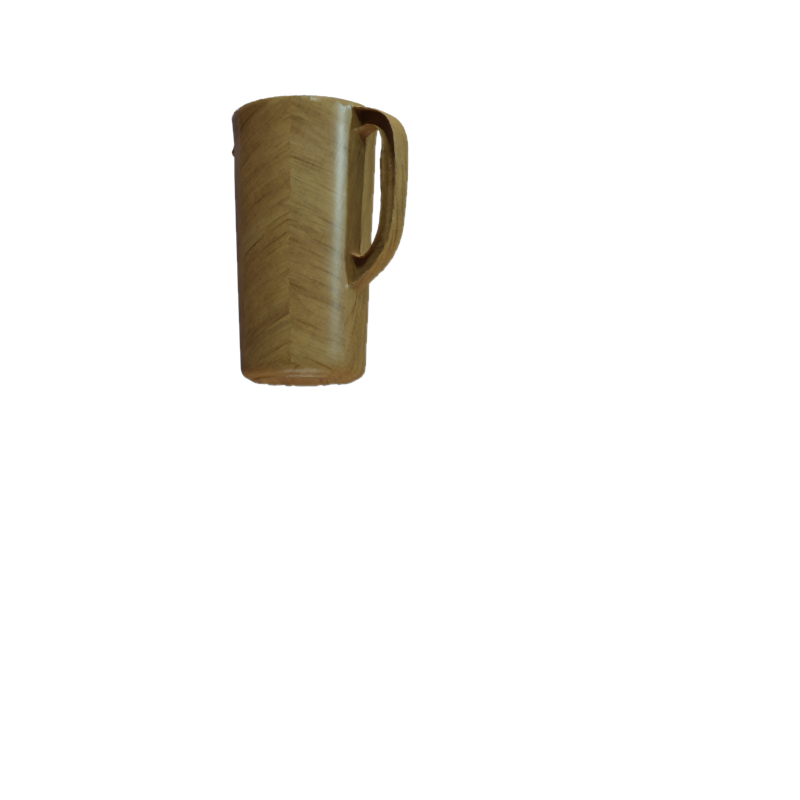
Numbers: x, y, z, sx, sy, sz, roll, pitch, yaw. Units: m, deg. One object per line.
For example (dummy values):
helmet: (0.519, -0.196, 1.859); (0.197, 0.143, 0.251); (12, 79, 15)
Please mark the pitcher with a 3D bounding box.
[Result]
pitcher: (-0.076, -0.138, 0.968); (0.143, 0.250, 0.147); (1, -10, -10)
